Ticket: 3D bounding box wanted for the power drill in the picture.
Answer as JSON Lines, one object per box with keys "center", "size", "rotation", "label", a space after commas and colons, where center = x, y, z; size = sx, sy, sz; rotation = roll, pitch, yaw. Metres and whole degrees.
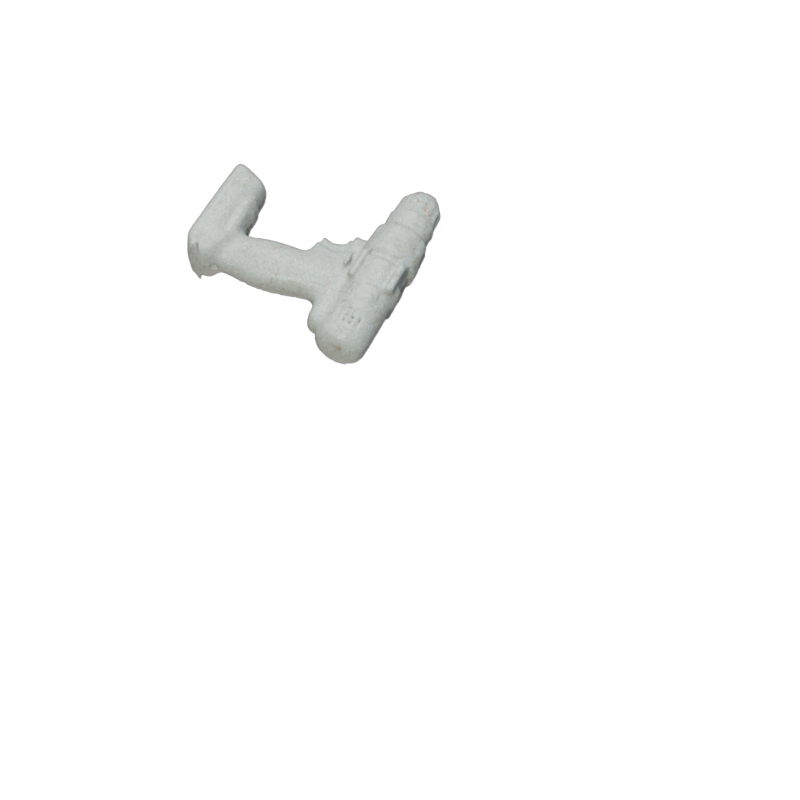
{"center": [-0.076, -0.138, 0.966], "size": [0.194, 0.191, 0.054], "rotation": [22, -33, 15], "label": "power drill"}
